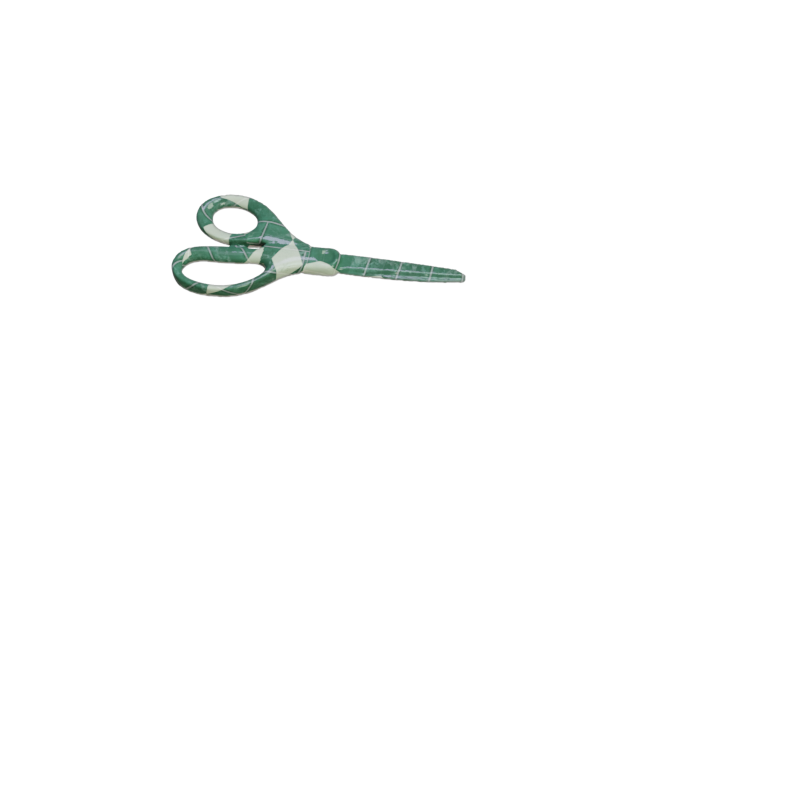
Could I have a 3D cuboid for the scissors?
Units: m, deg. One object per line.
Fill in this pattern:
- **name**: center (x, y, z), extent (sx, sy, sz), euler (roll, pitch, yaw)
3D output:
- **scissors**: center (-0.062, -0.113, 0.789), extent (0.201, 0.103, 0.015), euler (-6, -36, -5)
